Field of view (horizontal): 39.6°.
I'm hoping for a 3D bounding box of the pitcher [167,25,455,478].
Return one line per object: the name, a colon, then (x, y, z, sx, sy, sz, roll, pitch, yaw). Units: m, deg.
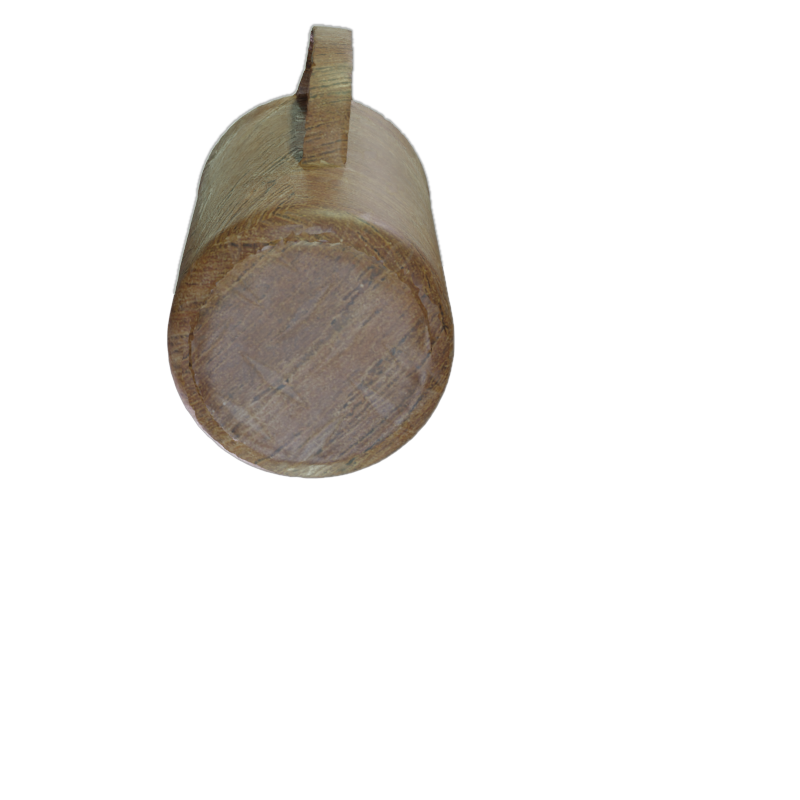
pitcher: (-0.041, -0.074, 0.518, 0.144, 0.144, 0.254, -37, 18, 10)
